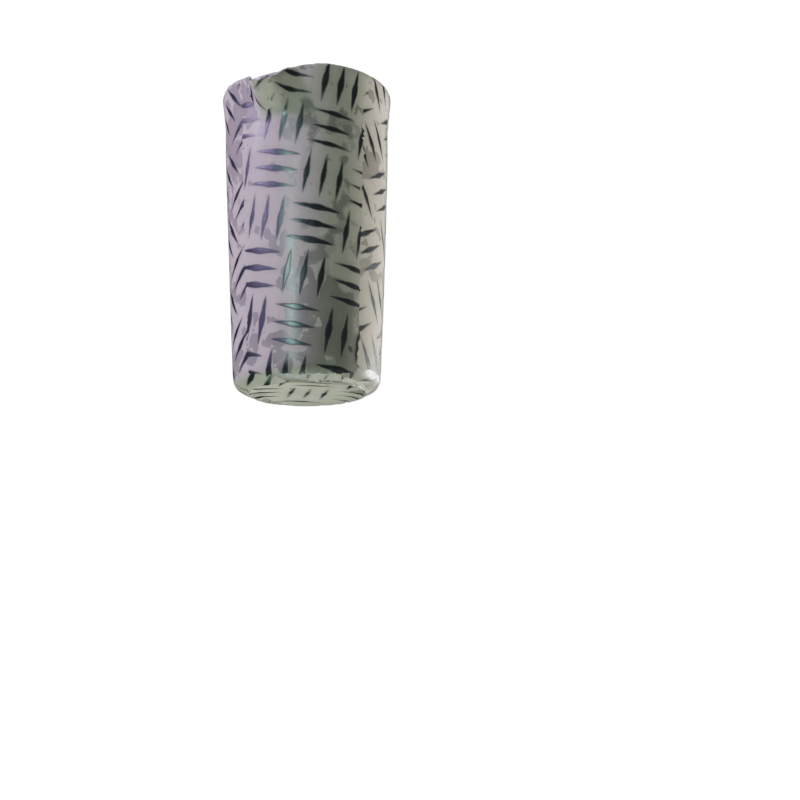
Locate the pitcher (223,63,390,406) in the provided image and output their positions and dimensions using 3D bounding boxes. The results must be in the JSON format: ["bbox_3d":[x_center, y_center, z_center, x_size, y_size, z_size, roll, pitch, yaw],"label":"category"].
[{"bbox_3d":[-0.067,-0.122,0.854,0.144,0.254,0.144,7,-19,-24],"label":"pitcher"}]
